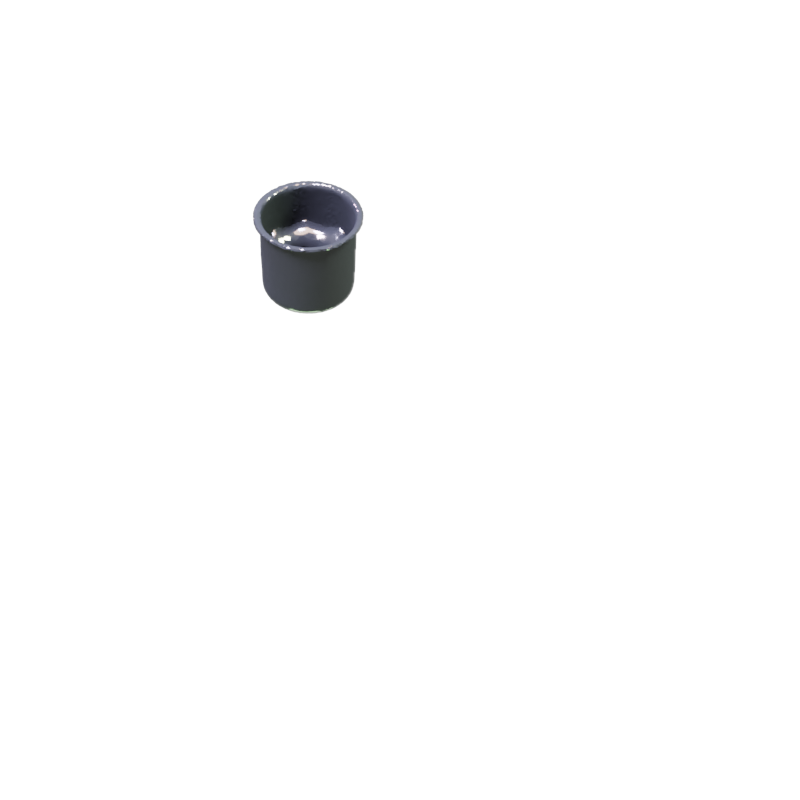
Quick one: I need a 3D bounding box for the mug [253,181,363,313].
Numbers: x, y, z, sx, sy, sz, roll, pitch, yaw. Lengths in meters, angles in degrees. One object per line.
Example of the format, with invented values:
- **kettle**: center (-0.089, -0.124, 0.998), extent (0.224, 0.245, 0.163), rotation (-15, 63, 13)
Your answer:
- **mug**: center (-0.076, -0.138, 0.966), extent (0.096, 0.076, 0.123), rotation (14, 47, 12)
